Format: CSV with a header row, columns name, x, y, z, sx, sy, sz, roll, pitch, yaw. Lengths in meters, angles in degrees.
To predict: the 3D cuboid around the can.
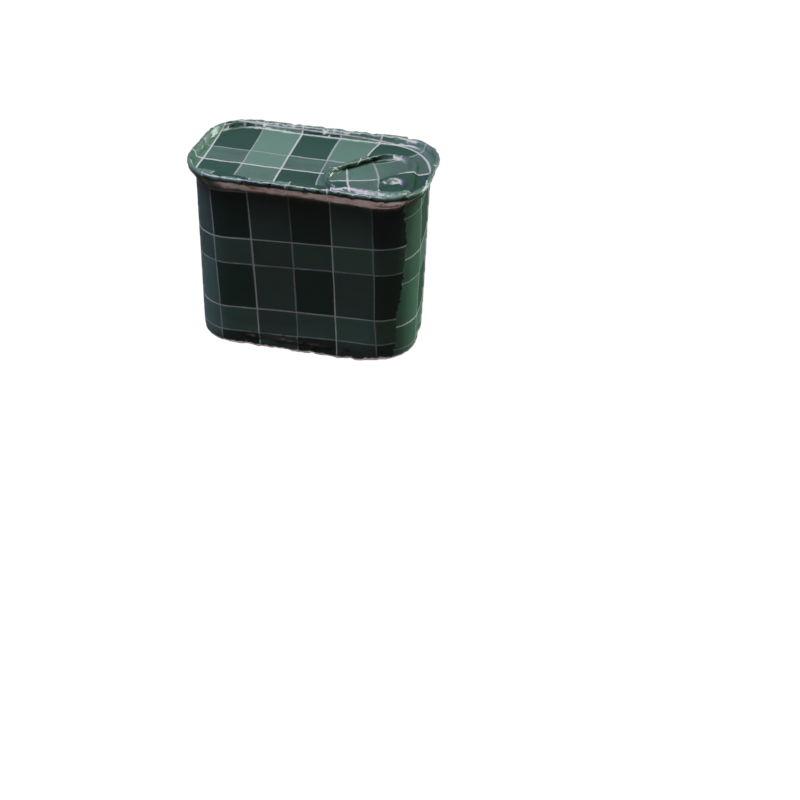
name,x,y,z,sx,sy,sz,roll,pitch,yaw
can,-0.037,-0.068,0.479,0.104,0.079,0.060,9,34,11
